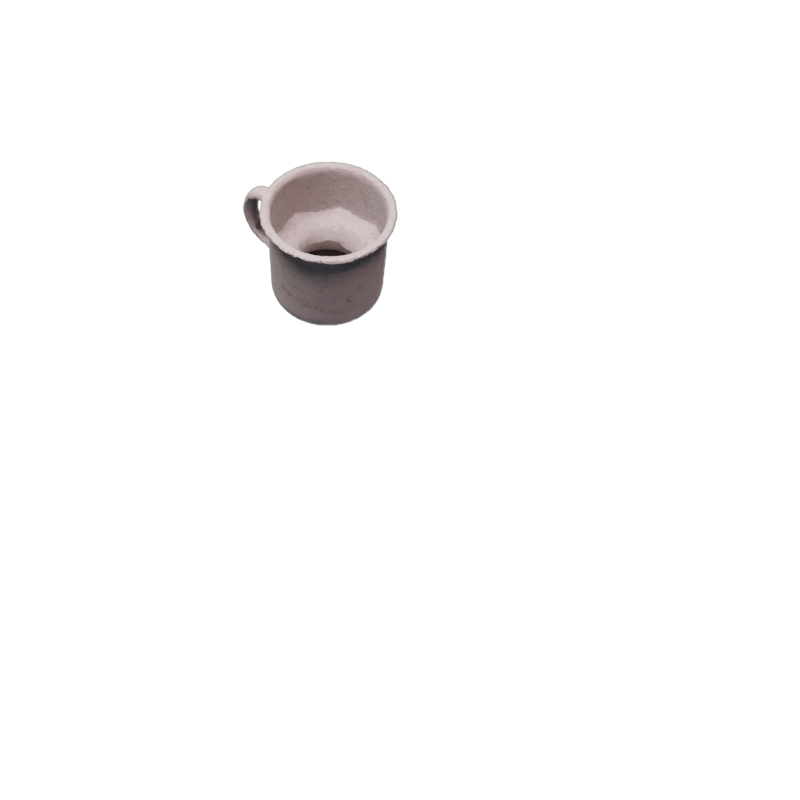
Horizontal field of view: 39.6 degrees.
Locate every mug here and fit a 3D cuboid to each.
[{"bbox_3d":[-0.061,-0.111,0.781,0.122,0.096,0.076,26,-34,17],"label":"mug"}]
